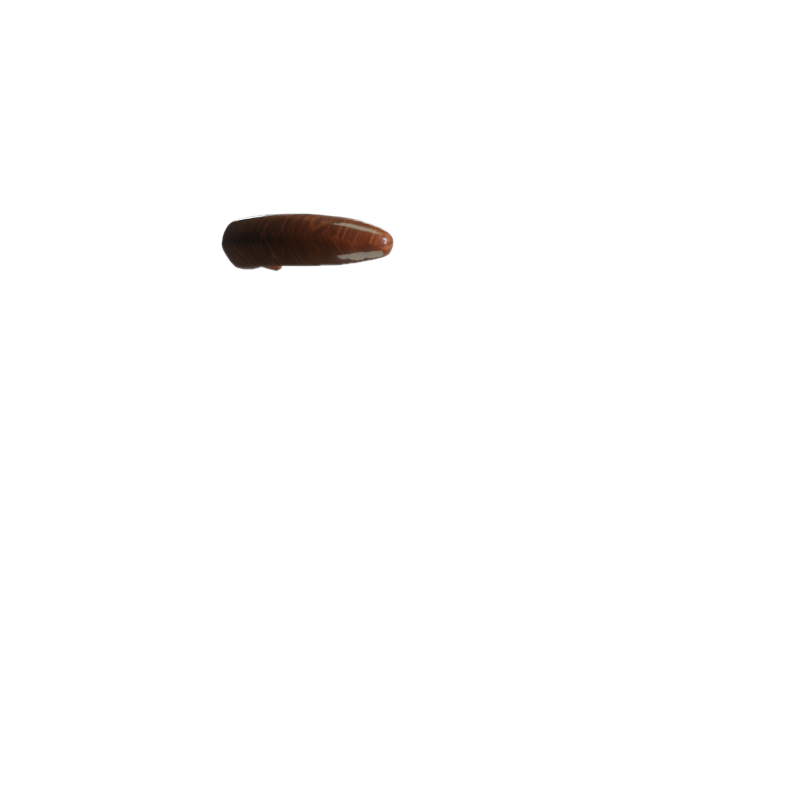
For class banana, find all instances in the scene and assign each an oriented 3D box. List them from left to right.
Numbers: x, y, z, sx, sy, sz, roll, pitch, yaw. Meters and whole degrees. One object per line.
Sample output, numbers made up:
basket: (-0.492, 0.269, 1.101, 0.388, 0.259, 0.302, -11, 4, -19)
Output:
banana: (-0.078, -0.110, 0.766, 0.067, 0.037, 0.204, -2, 5, -27)
